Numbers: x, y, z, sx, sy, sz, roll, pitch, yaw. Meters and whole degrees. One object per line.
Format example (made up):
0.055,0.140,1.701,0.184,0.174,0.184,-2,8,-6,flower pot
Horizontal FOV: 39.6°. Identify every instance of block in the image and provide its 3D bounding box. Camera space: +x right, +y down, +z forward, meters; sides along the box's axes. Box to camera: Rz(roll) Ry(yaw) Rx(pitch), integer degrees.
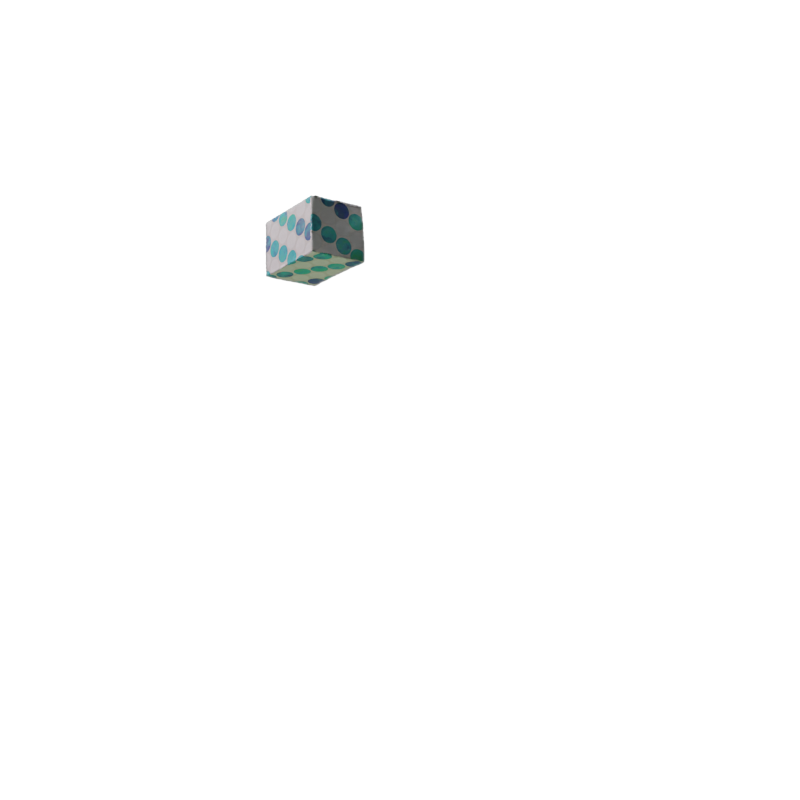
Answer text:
-0.074,-0.134,0.940,0.050,0.053,0.079,11,-18,-35,block
